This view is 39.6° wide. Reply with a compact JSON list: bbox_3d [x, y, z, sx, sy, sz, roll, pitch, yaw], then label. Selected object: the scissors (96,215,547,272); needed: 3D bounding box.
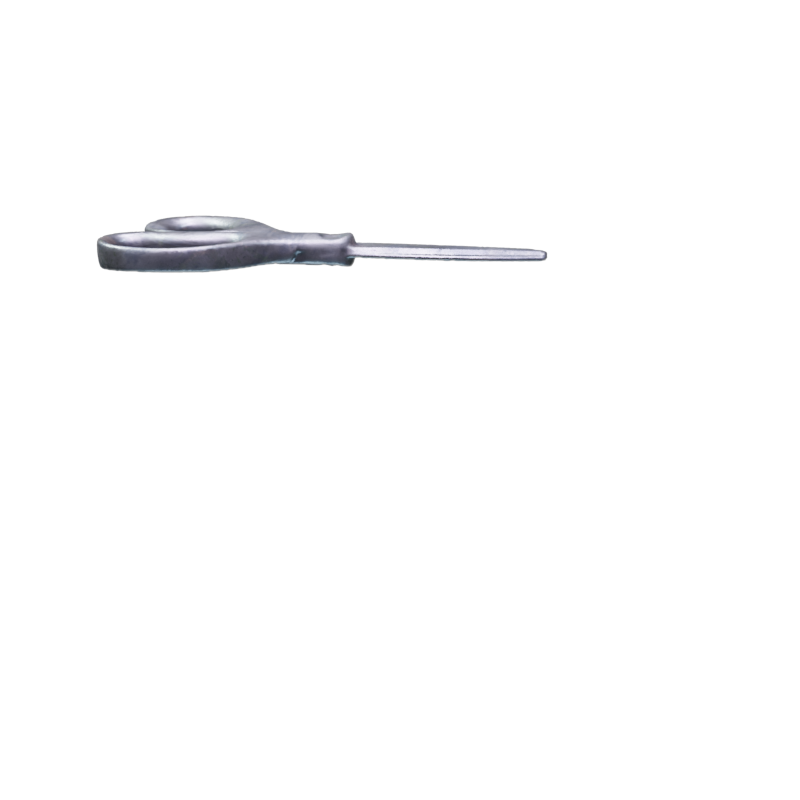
[{"bbox_3d":[-0.042,-0.076,0.531,0.200,0.015,0.100,-2,19,-6],"label":"scissors"}]
